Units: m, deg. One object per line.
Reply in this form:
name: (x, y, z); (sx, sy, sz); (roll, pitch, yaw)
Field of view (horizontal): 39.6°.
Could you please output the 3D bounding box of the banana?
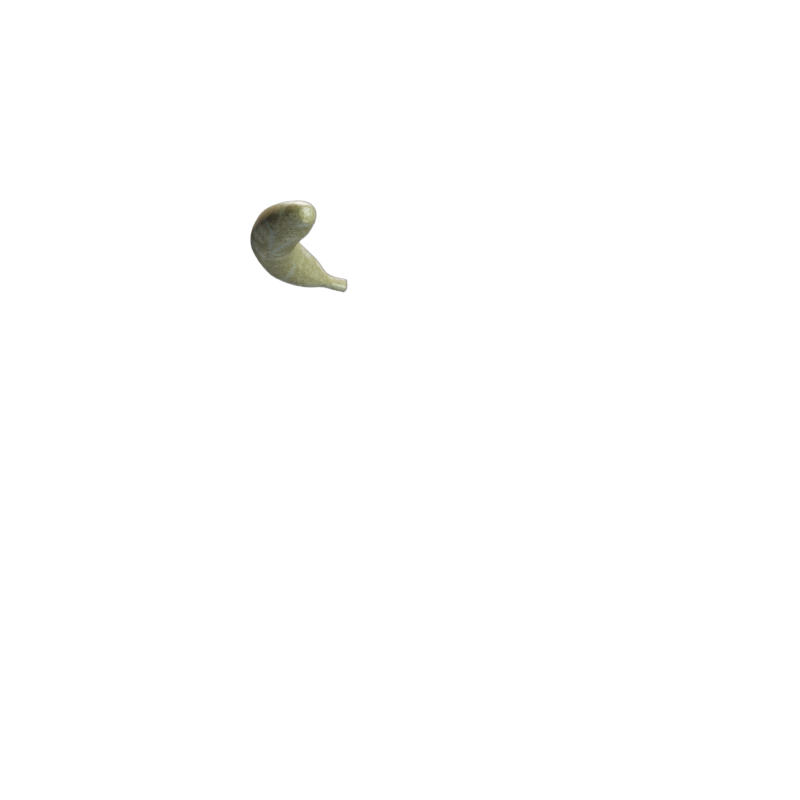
banana: (-0.088, -0.127, 0.904); (0.070, 0.038, 0.190); (-1, -9, 5)
